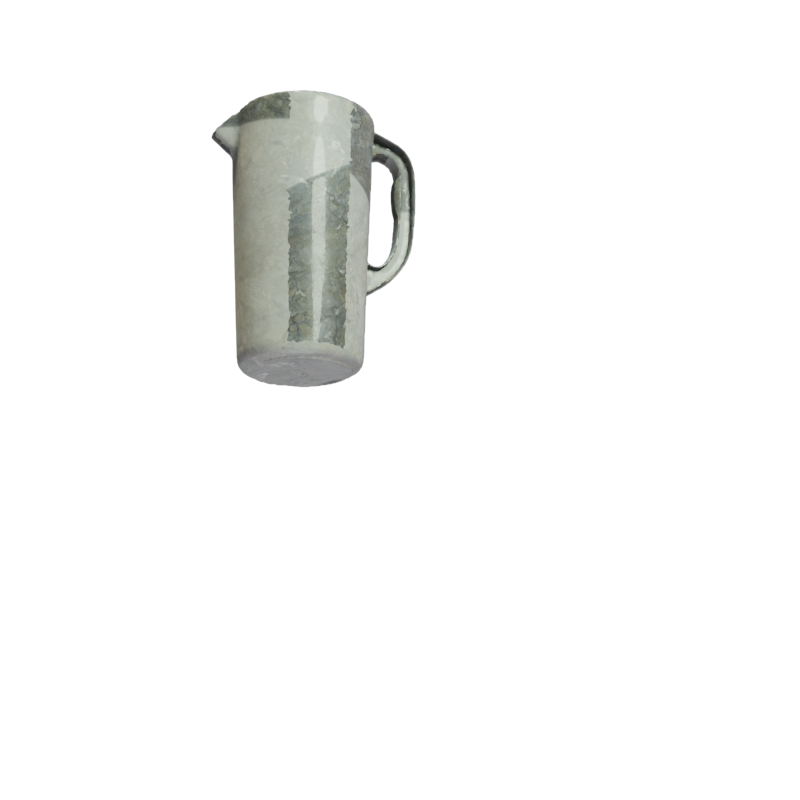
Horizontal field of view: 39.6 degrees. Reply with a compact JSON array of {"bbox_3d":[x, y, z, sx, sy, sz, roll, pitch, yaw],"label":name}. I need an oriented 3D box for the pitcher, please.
[{"bbox_3d":[-0.077,-0.140,0.983,0.152,0.255,0.135,-11,-23,25],"label":"pitcher"}]
